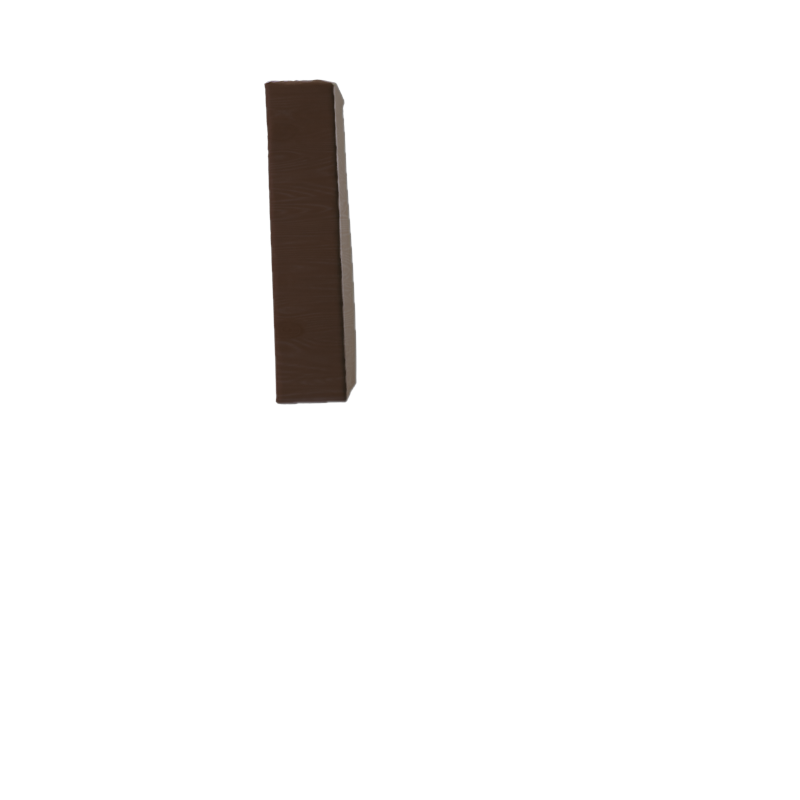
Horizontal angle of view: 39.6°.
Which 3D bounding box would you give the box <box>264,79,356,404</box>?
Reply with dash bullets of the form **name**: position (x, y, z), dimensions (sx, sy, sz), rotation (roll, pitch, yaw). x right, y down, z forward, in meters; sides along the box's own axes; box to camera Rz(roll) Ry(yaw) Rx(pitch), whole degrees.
- **box**: position (-0.050, -0.092, 0.642), dimensions (0.048, 0.176, 0.093), rotation (0, 2, 1)
